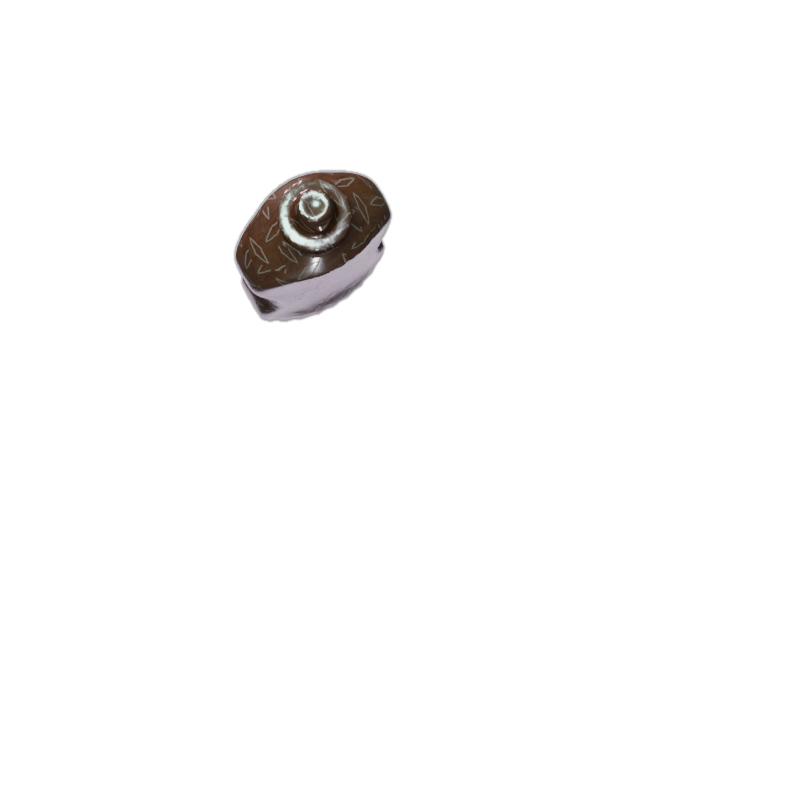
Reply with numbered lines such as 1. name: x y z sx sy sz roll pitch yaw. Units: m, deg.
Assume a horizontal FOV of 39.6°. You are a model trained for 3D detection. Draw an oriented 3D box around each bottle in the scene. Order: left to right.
1. bottle: -0.052 -0.096 0.672 0.096 0.059 0.188 -27 -3 -6
